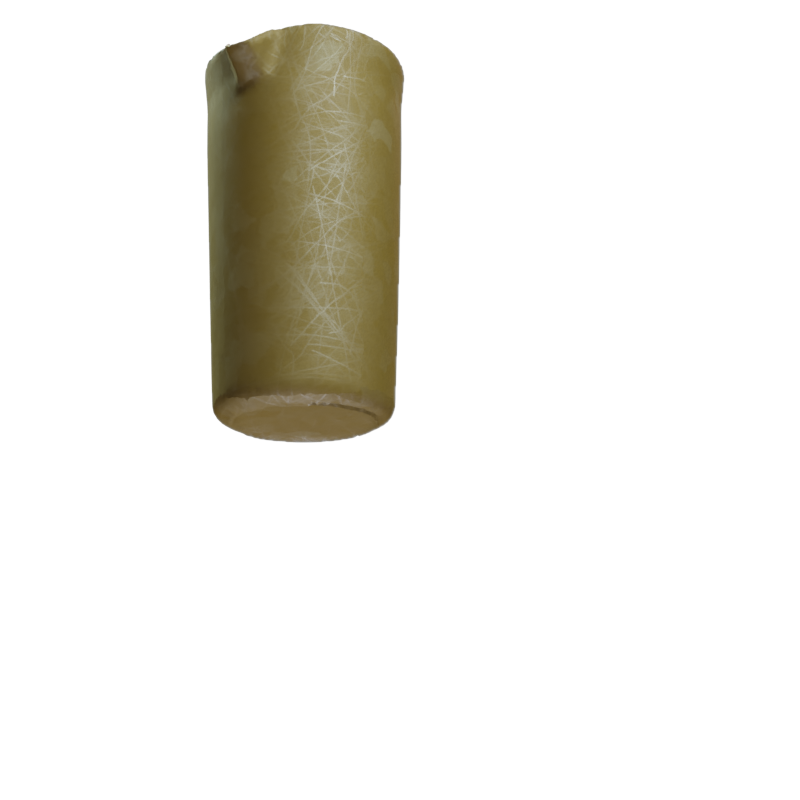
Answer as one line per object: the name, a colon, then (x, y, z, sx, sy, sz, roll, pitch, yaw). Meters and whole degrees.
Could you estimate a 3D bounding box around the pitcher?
pitcher: (-0.055, -0.101, 0.705, 0.145, 0.256, 0.142, 6, -22, -18)
